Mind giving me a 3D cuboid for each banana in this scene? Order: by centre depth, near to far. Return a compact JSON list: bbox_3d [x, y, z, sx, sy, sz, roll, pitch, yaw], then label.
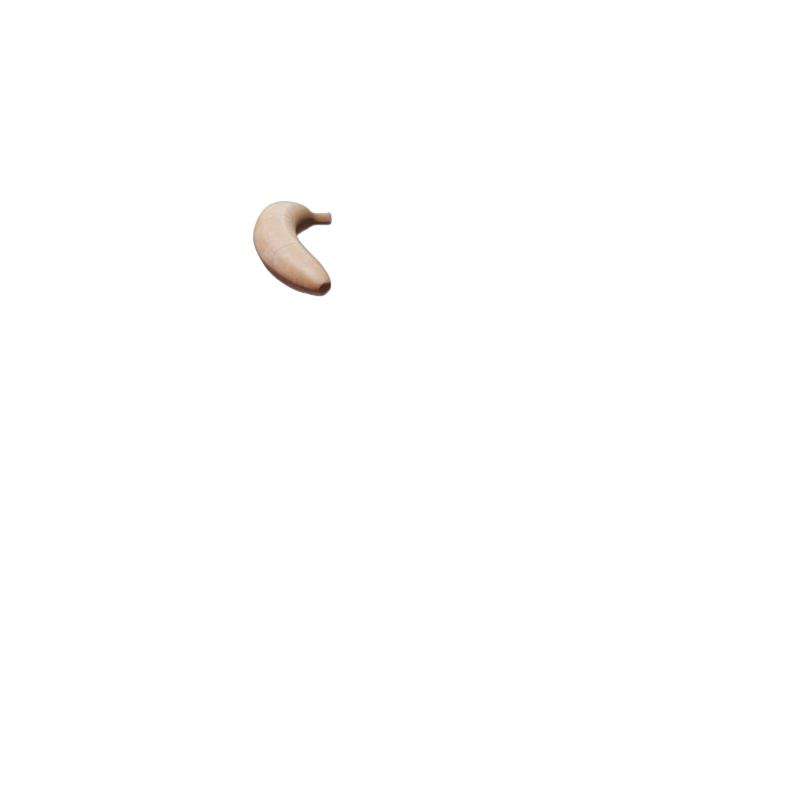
[{"bbox_3d":[-0.093,-0.138,0.959,0.069,0.035,0.208,-1,27,-2],"label":"banana"}]
